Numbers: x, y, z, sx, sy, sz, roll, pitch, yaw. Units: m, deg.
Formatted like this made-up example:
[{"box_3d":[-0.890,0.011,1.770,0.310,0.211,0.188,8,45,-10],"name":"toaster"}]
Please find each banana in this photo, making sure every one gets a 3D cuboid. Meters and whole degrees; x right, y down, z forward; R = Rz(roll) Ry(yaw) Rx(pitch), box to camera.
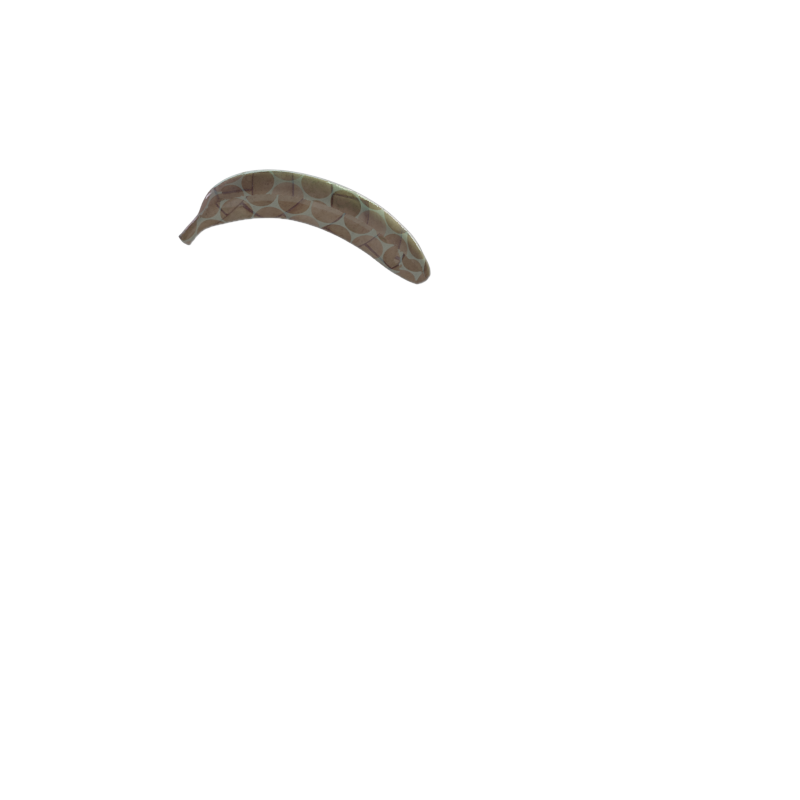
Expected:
[{"box_3d":[-0.067,-0.139,0.853,0.196,0.066,0.039,10,28,-5],"name":"banana"}]
